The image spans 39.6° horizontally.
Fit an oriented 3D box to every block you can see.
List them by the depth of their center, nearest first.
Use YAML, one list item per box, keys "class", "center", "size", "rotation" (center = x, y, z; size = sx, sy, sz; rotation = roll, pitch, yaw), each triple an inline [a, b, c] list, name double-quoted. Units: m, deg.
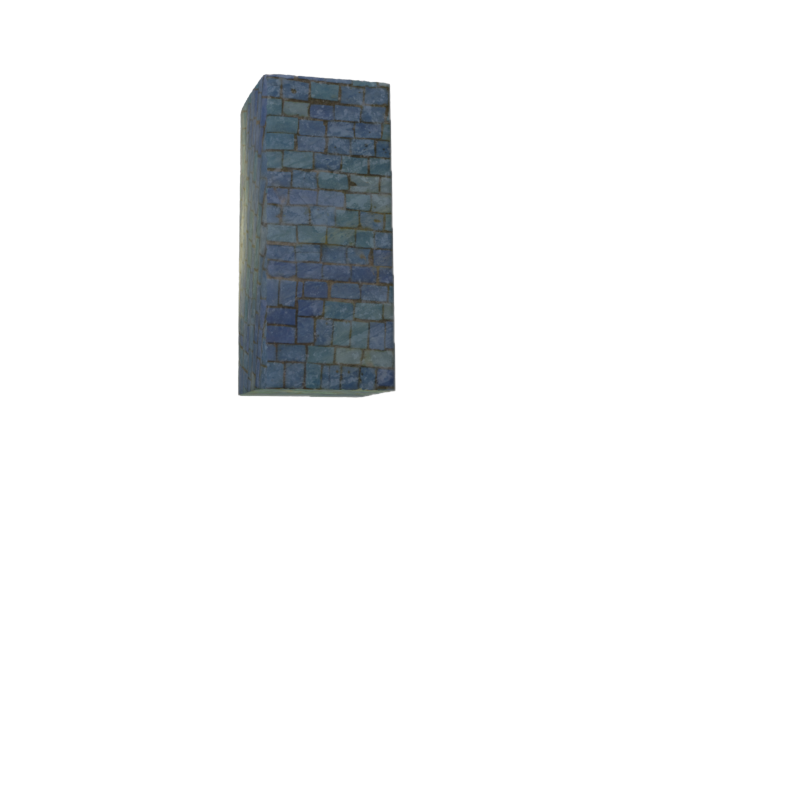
- class: "block"
  center: [-0.059, -0.108, 0.758]
  size: [0.089, 0.211, 0.090]
  rotation: [2, -10, -16]
